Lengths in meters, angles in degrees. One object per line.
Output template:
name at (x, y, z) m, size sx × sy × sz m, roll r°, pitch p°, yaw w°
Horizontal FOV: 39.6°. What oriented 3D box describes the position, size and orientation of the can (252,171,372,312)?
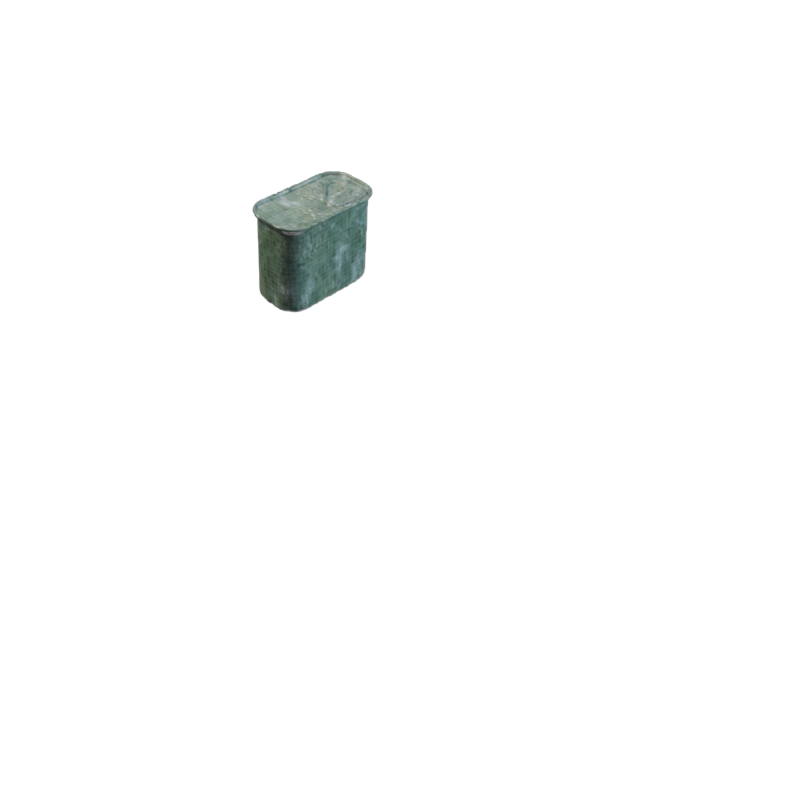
can at (-0.072, -0.132, 0.926) m, size 0.061 × 0.078 × 0.102 m, roll 31°, pitch 46°, yaw 33°
